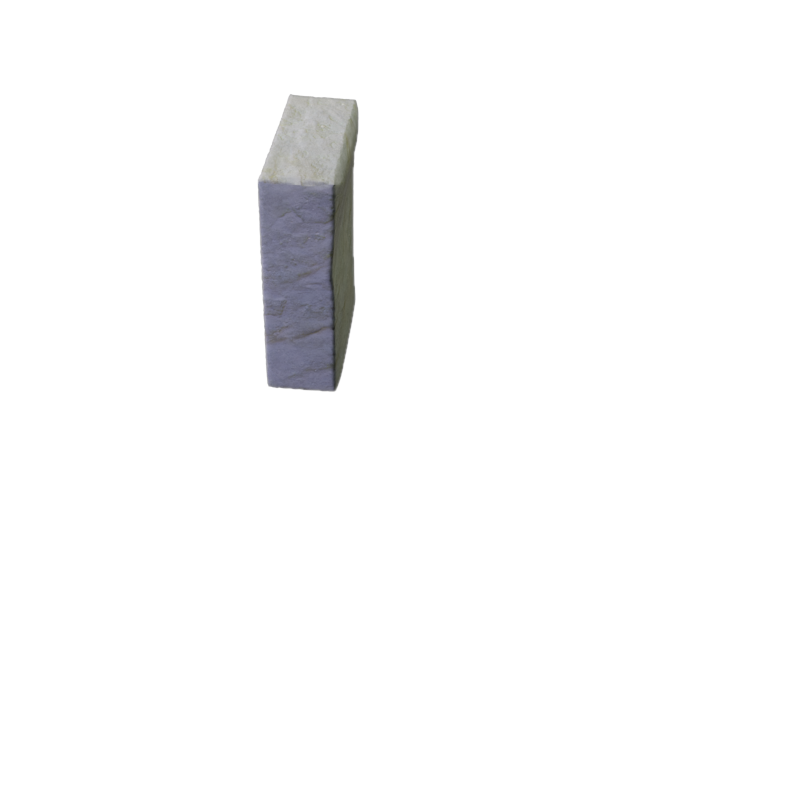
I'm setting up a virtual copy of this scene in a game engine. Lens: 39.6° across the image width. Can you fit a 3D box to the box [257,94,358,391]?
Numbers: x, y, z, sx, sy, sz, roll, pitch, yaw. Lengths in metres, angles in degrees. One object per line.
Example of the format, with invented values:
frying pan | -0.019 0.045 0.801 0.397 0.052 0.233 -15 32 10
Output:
box | -0.078 -0.141 0.991 0.072 0.200 0.174 4 36 2
